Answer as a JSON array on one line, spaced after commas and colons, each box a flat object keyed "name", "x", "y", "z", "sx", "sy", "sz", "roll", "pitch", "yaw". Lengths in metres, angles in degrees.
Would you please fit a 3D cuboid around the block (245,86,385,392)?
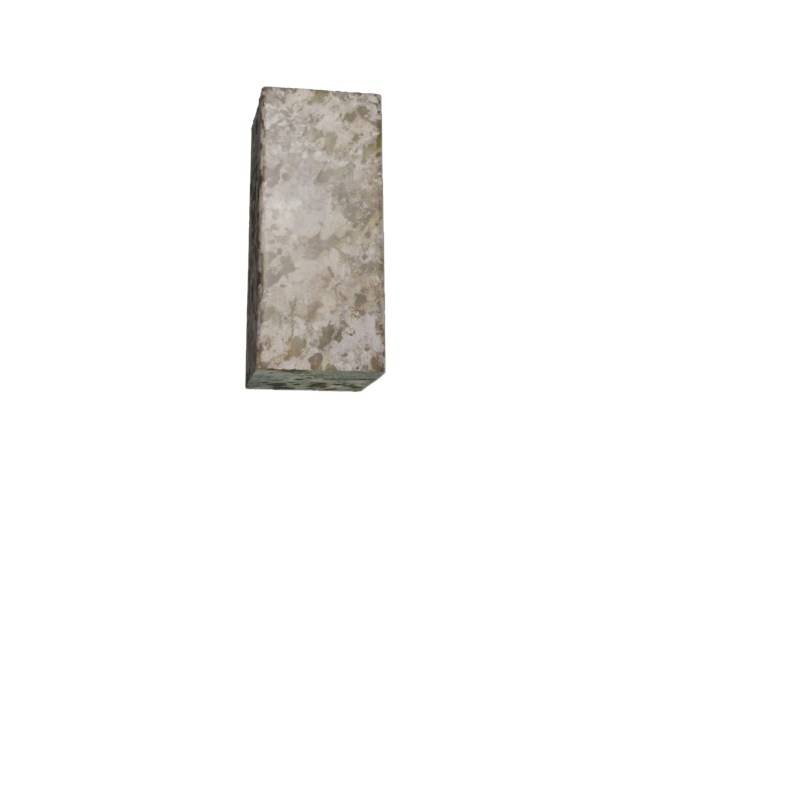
[{"name": "block", "x": -0.064, "y": -0.116, "z": 0.815, "sx": 0.089, "sy": 0.214, "sz": 0.088, "roll": 2, "pitch": -15, "yaw": -11}]
